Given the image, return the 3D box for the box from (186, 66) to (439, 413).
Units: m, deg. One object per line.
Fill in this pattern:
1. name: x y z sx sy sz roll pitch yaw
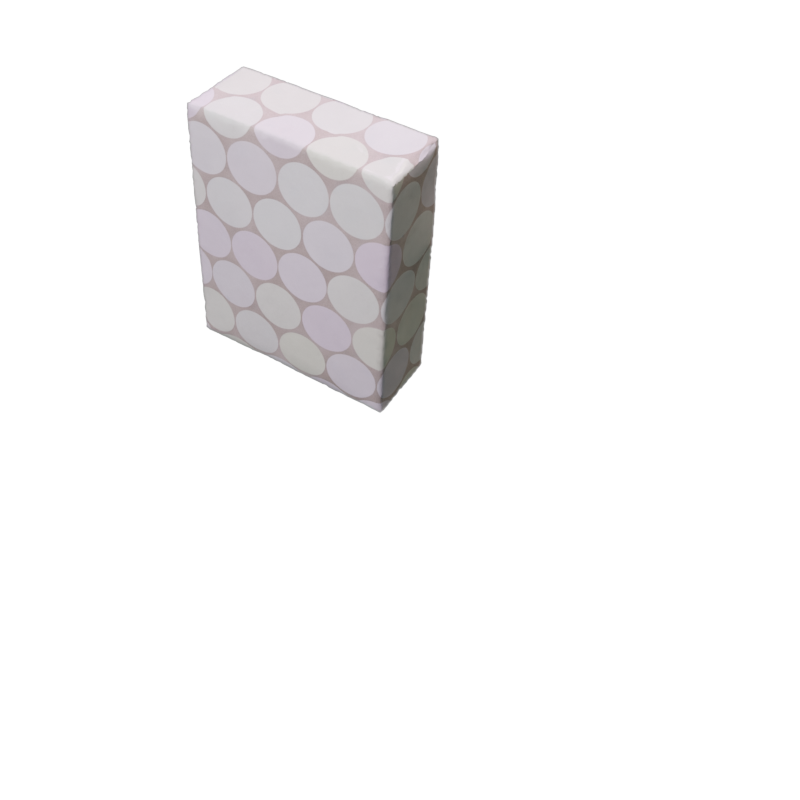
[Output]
1. box: -0.062 -0.113 0.794 0.172 0.199 0.073 26 48 23
